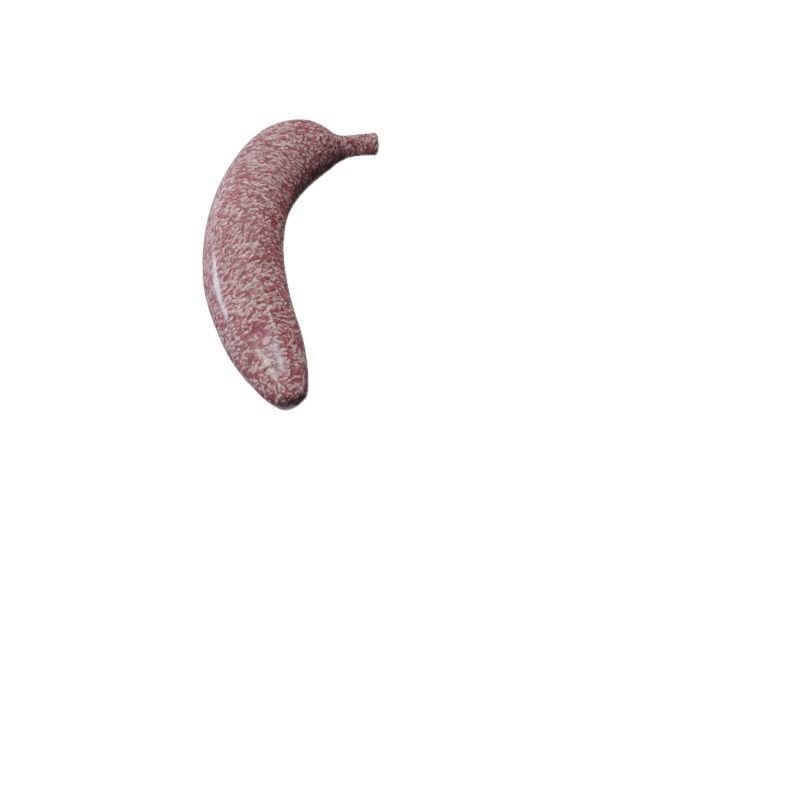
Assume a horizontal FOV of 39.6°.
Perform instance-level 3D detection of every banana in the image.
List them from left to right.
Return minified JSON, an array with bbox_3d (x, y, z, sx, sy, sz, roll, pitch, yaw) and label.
[{"bbox_3d":[-0.058,-0.080,0.523,0.070,0.210,0.034,7,-44,6],"label":"banana"}]
